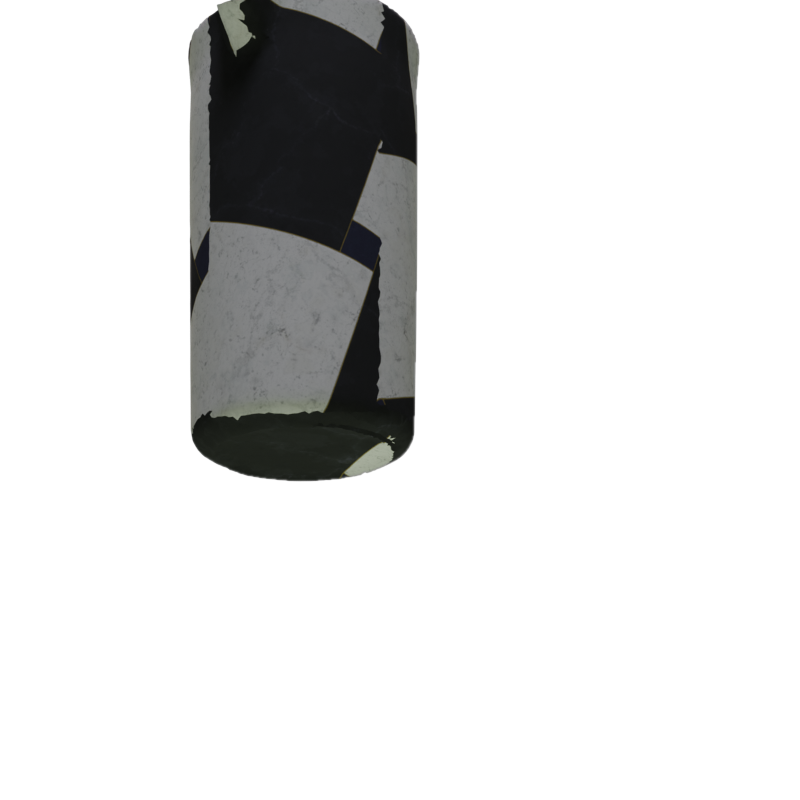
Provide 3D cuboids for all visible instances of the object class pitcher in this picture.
[{"bbox_3d":[-0.047,-0.085,0.595,0.145,0.257,0.141,9,-27,-21],"label":"pitcher"}]
